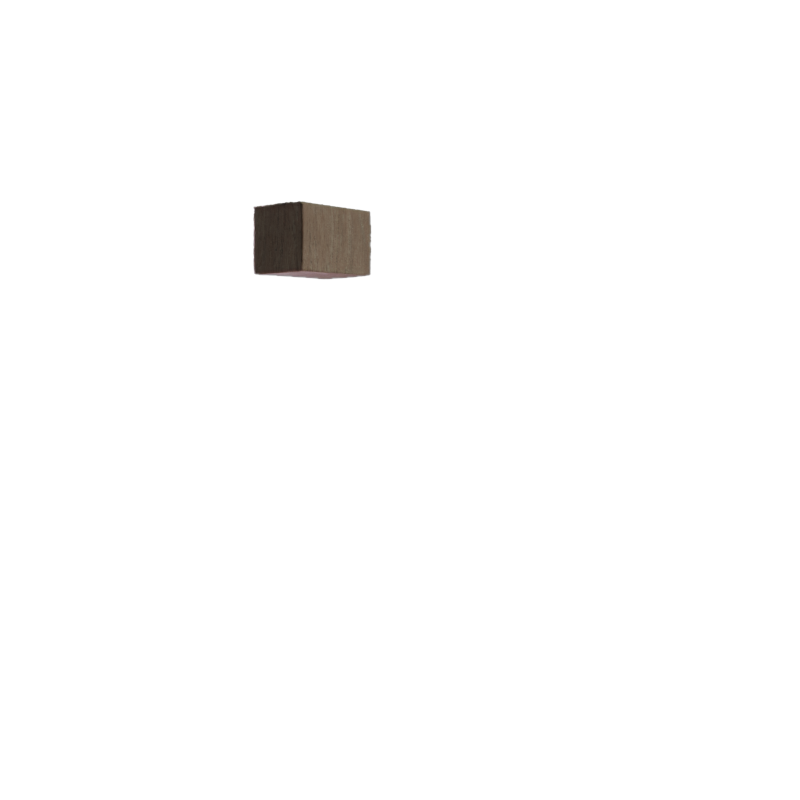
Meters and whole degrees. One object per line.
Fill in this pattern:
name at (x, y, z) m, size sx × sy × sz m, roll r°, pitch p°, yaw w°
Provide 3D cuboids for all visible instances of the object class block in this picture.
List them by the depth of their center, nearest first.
block at (-0.065, -0.119, 0.834) m, size 0.055 × 0.052 × 0.075 m, roll -2°, pitch -1°, yaw 41°
